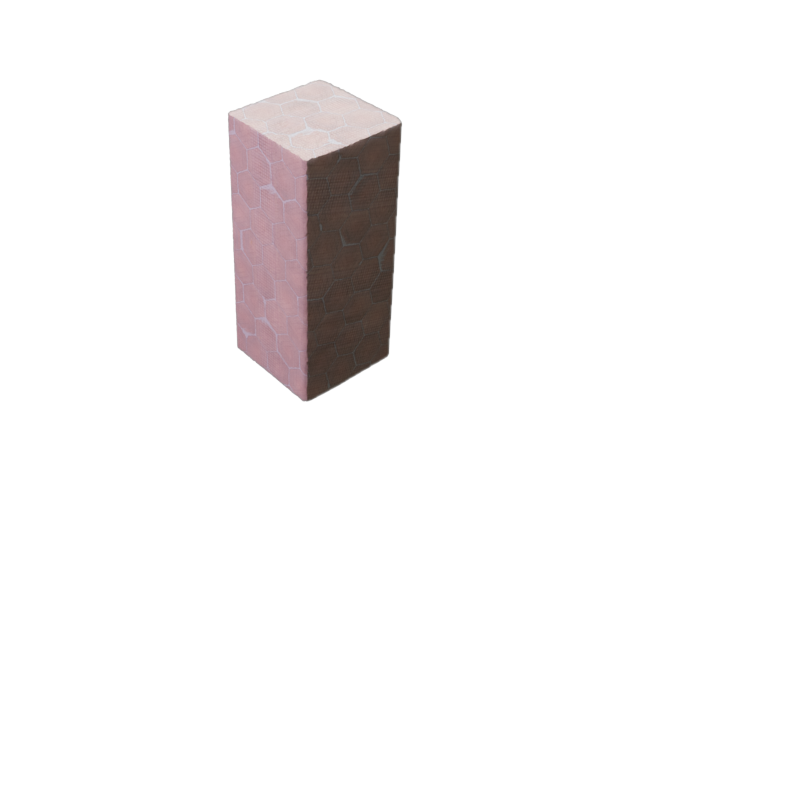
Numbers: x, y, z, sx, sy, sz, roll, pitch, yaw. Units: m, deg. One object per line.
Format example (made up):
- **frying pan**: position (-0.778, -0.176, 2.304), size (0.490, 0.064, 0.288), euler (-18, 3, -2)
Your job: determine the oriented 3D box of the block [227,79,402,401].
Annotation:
- **block**: position (-0.063, -0.117, 0.818), size (0.090, 0.193, 0.097), euler (-27, 45, -34)
